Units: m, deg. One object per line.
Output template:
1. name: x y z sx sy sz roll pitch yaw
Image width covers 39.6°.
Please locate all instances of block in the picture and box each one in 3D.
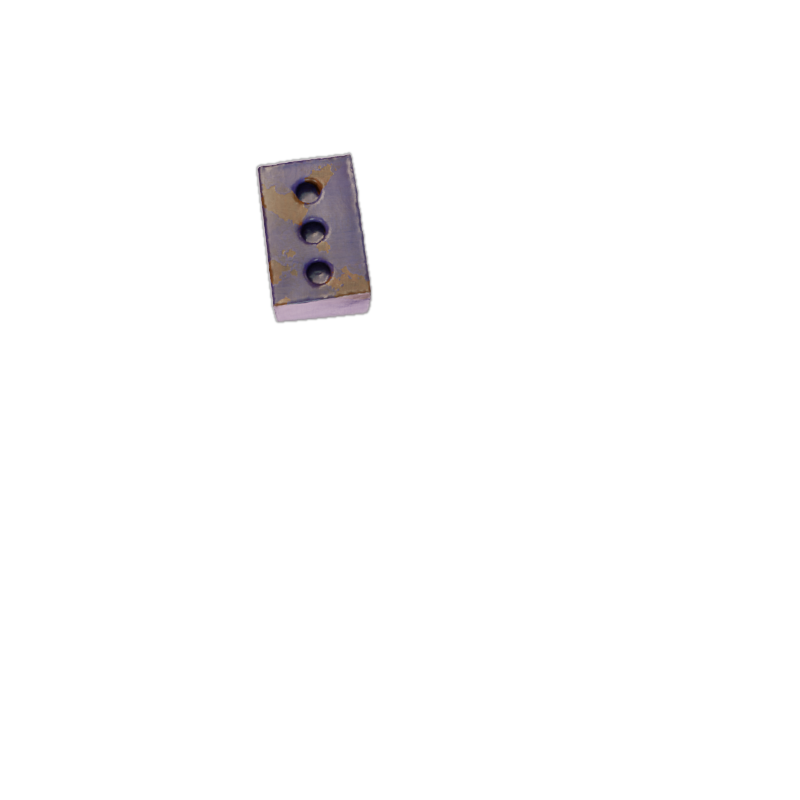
1. block: -0.047 -0.086 0.599 0.052 0.080 0.050 -8 -11 -3
